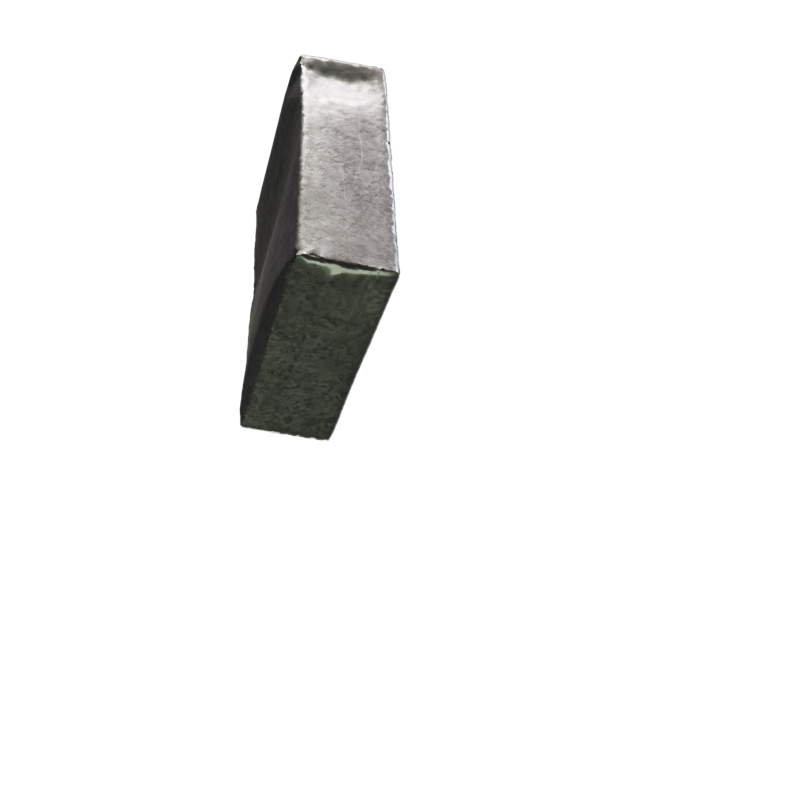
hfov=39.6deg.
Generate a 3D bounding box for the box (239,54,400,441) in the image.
[{"bbox_3d":[-0.060,-0.109,0.760,0.070,0.230,0.156,10,-45,-14],"label":"box"}]
